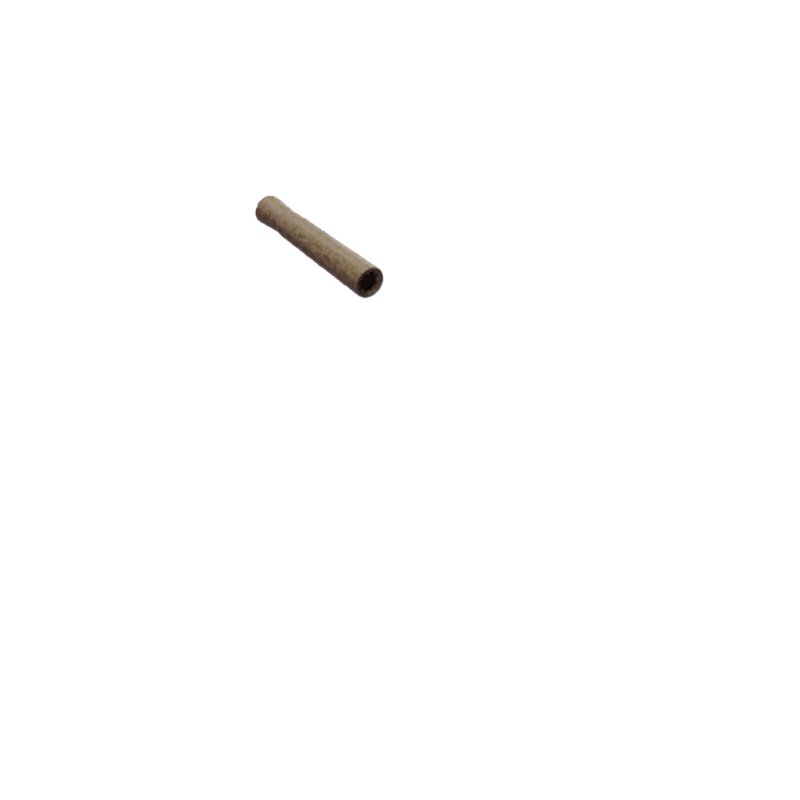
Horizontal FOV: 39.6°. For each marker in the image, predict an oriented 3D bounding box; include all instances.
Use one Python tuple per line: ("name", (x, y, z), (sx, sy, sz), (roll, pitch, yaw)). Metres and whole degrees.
("marker", (-0.051, -0.093, 0.652), (0.019, 0.019, 0.130), (-3, 28, -35))
